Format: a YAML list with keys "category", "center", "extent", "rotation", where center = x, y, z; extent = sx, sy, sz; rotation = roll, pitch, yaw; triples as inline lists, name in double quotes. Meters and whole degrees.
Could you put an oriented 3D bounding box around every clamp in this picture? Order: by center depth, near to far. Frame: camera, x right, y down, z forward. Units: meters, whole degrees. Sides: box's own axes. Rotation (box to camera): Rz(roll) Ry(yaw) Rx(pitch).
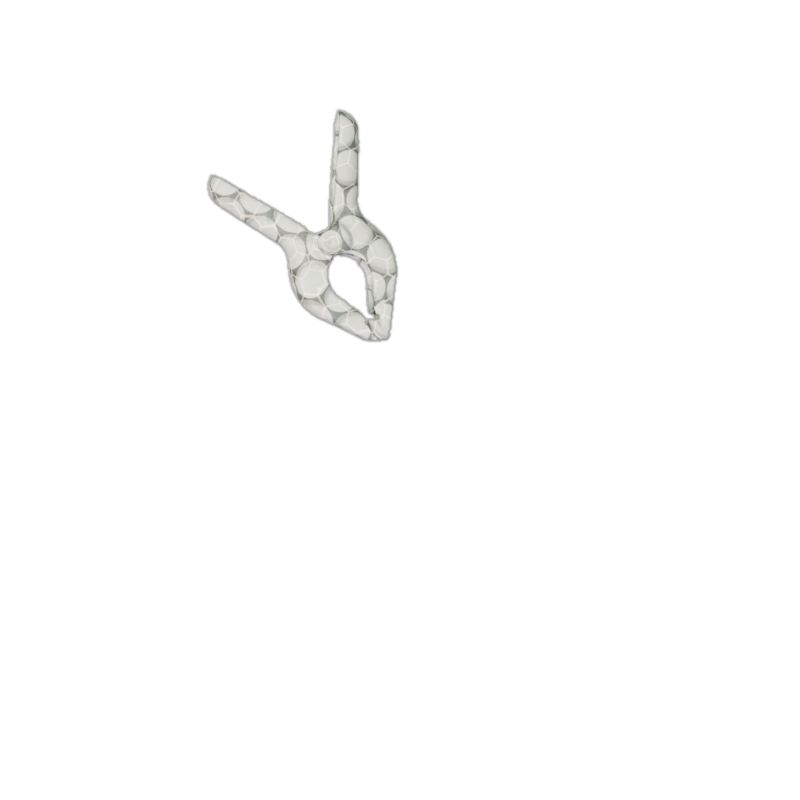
- category: "clamp"
  center: [-0.064, -0.116, 0.816]
  extent: [0.120, 0.174, 0.039]
  rotation: [-20, -5, -2]
